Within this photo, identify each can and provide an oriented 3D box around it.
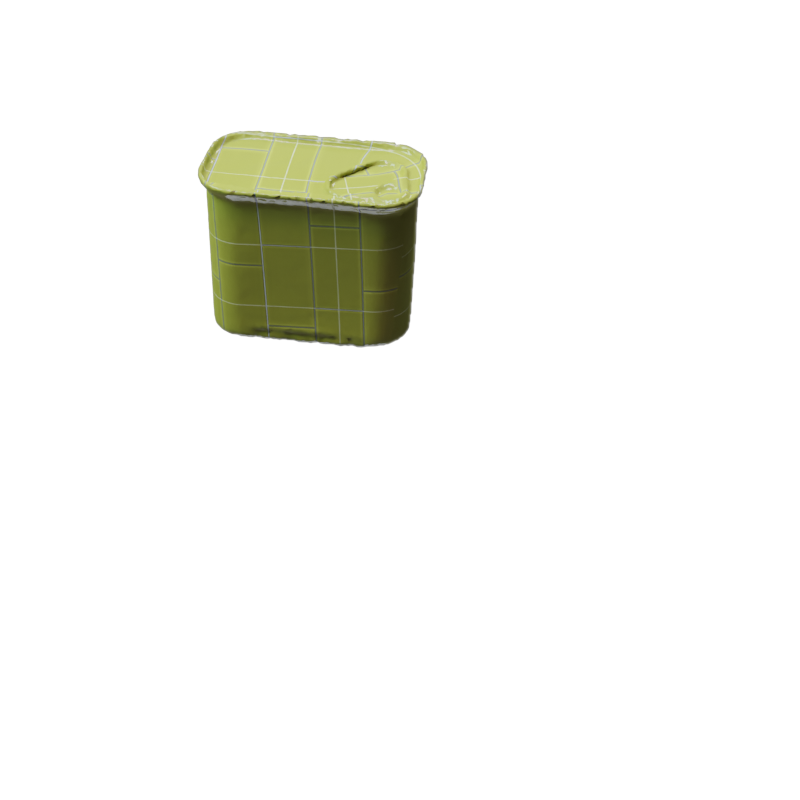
[{"bbox_3d":[-0.041,-0.075,0.524,0.103,0.078,0.061,6,37,7],"label":"can"}]
